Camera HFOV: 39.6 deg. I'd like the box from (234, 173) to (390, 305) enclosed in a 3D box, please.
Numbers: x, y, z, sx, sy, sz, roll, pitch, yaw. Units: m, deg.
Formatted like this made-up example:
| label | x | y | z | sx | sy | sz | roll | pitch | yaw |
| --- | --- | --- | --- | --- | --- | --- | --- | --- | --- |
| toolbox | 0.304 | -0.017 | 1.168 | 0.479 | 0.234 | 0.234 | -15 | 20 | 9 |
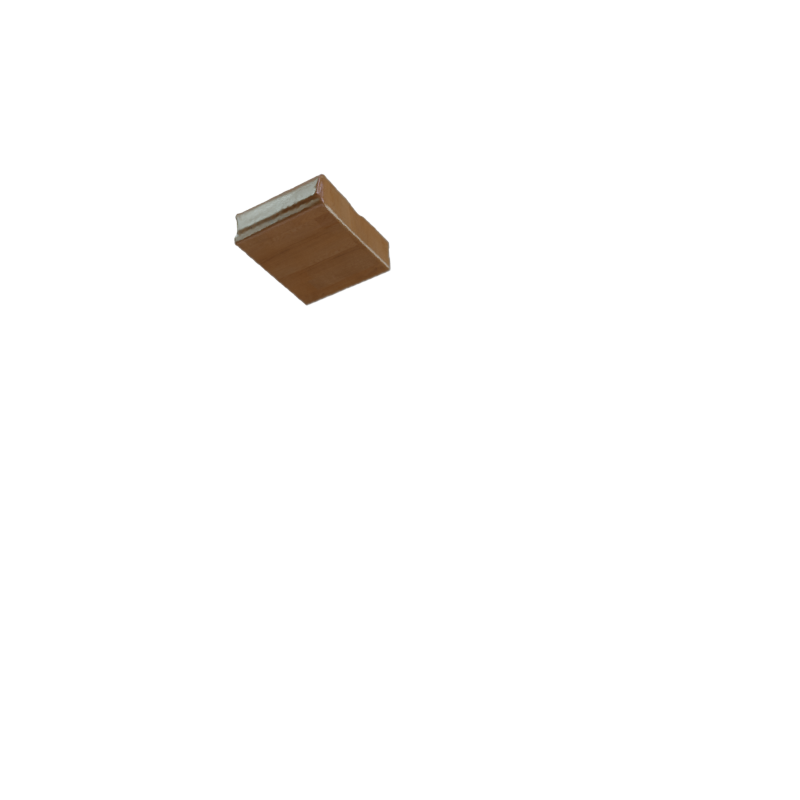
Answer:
| label | x | y | z | sx | sy | sz | roll | pitch | yaw |
| --- | --- | --- | --- | --- | --- | --- | --- | --- | --- |
| box | -0.060 | -0.110 | 0.769 | 0.073 | 0.032 | 0.083 | -22 | -42 | 26 |
